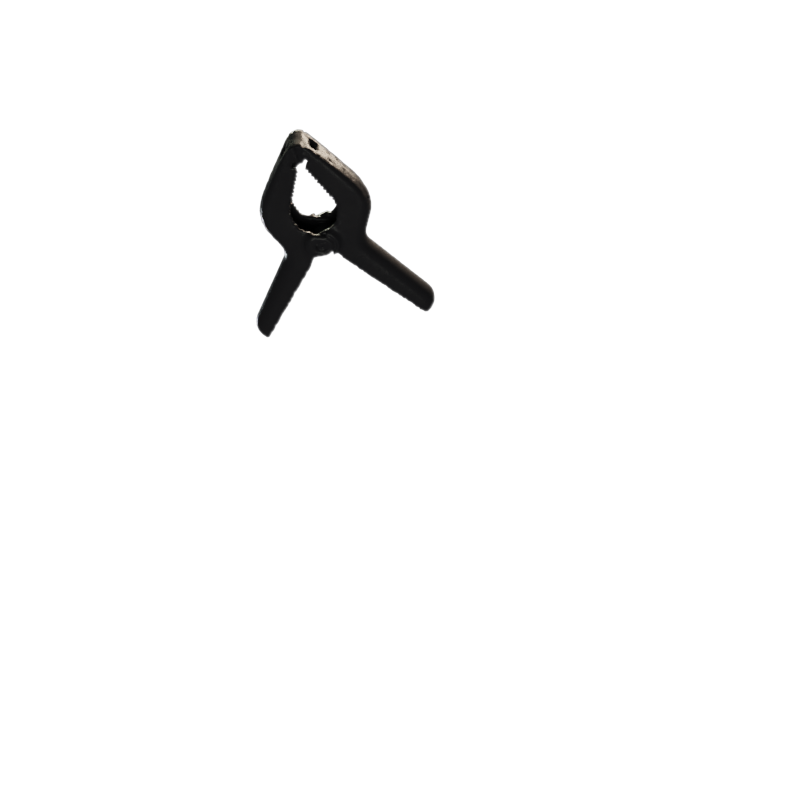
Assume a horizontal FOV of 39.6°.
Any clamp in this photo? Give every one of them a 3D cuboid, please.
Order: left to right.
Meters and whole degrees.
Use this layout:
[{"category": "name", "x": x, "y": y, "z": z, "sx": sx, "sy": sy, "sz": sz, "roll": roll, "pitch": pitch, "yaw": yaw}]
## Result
[{"category": "clamp", "x": -0.076, "y": -0.138, "z": 0.966, "sx": 0.166, "sy": 0.194, "sz": 0.039, "roll": -15, "pitch": 39, "yaw": 12}]
